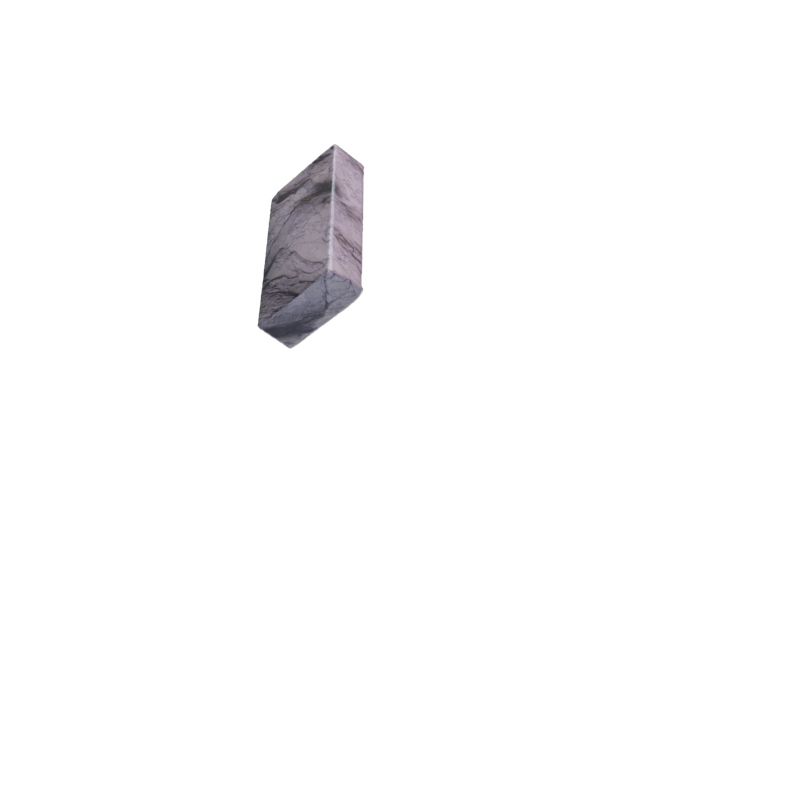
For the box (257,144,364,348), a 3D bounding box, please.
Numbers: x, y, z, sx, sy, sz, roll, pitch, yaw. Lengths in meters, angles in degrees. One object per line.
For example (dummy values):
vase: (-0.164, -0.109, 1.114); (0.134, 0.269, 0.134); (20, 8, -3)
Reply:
box: (-0.077, -0.140, 0.979); (0.092, 0.189, 0.045); (-36, -52, 29)
